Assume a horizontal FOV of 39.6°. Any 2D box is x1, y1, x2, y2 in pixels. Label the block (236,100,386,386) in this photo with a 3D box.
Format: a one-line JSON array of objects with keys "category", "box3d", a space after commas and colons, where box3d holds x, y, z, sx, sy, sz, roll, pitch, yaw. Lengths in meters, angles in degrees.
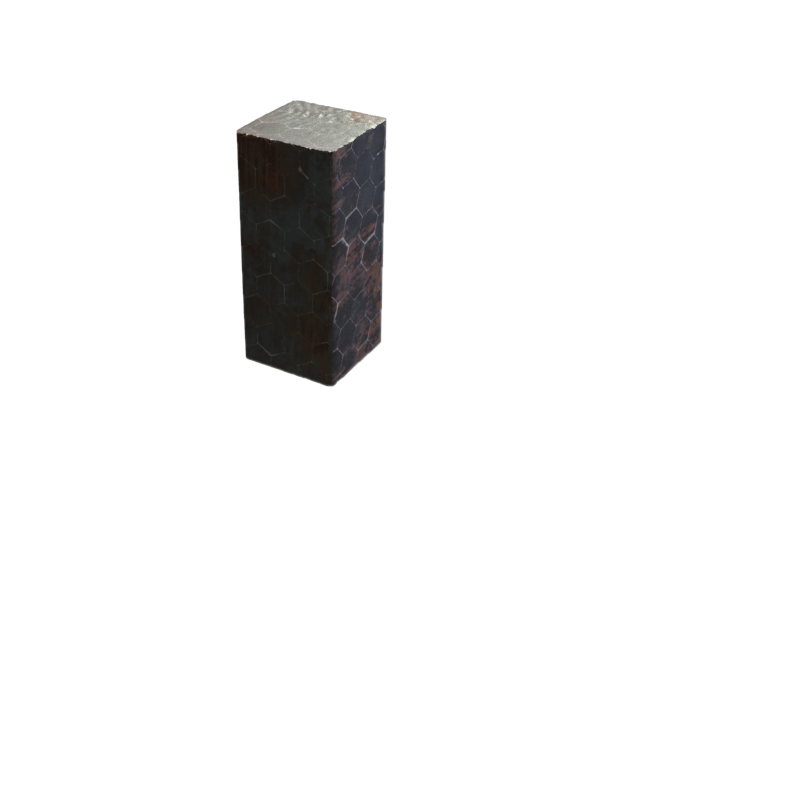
[{"category": "block", "box3d": [-0.072, -0.130, 0.910, 0.095, 0.194, 0.091, 17, 32, 25]}]
